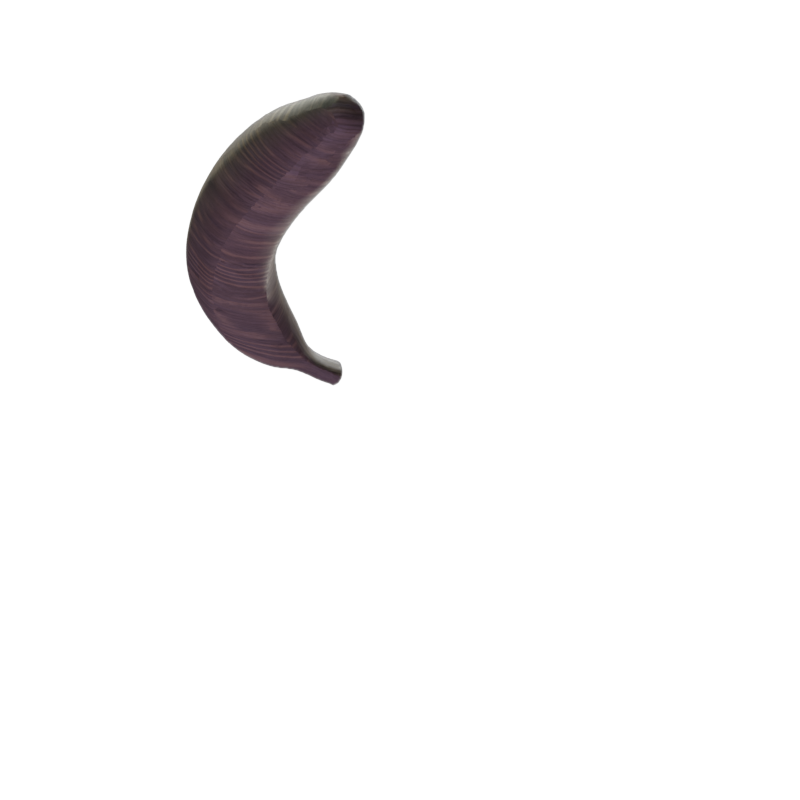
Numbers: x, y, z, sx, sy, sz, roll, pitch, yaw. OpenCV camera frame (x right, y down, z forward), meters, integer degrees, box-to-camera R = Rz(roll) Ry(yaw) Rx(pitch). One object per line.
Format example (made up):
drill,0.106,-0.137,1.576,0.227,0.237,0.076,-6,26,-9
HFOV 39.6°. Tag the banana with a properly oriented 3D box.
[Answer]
banana,-0.054,-0.063,0.457,0.069,0.039,0.187,2,-27,-4
